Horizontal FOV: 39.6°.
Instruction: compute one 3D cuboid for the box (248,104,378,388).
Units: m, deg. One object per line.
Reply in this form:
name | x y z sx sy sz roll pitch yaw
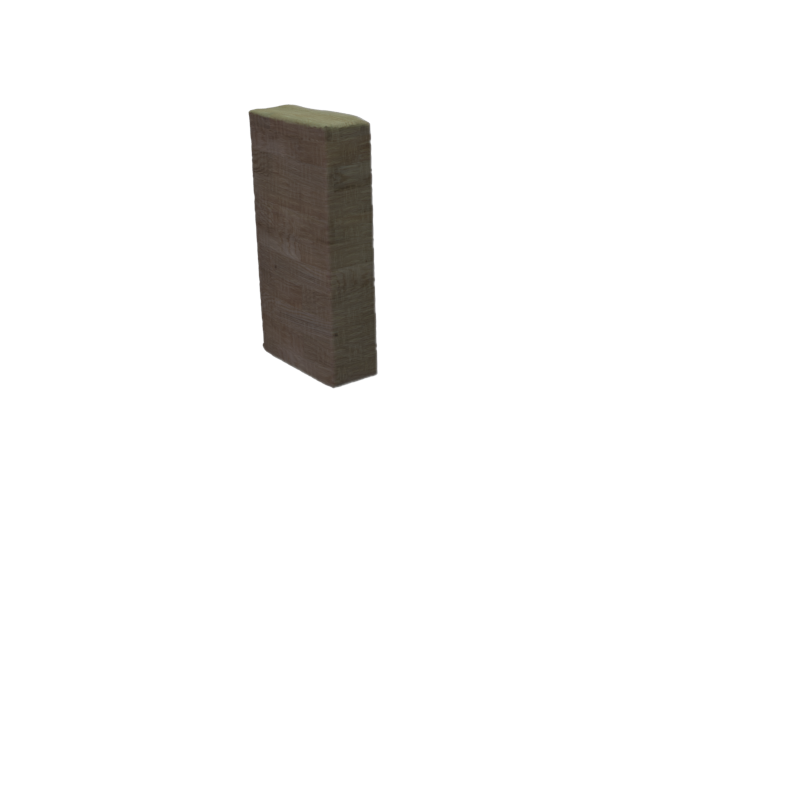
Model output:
box | -0.058 -0.107 0.751 0.047 0.170 0.099 -10 21 -35
